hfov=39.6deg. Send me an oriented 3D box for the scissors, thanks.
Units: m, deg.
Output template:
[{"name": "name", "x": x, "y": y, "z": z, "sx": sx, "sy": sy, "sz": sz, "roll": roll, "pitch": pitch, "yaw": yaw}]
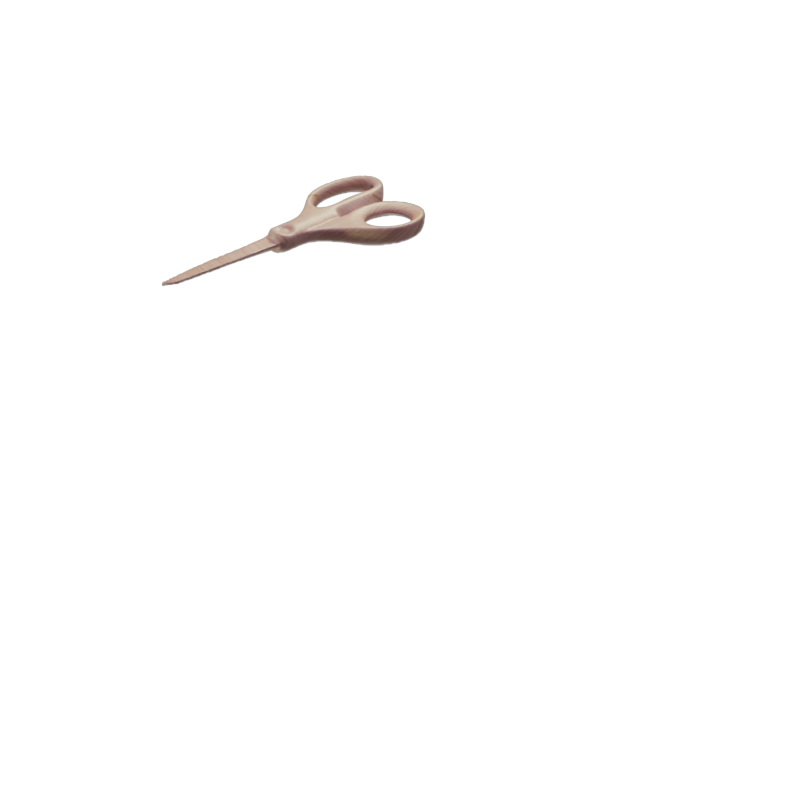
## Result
[{"name": "scissors", "x": -0.058, "y": -0.106, "z": 0.744, "sx": 0.101, "sy": 0.015, "sz": 0.205, "roll": 18, "pitch": 38, "yaw": 25}]
